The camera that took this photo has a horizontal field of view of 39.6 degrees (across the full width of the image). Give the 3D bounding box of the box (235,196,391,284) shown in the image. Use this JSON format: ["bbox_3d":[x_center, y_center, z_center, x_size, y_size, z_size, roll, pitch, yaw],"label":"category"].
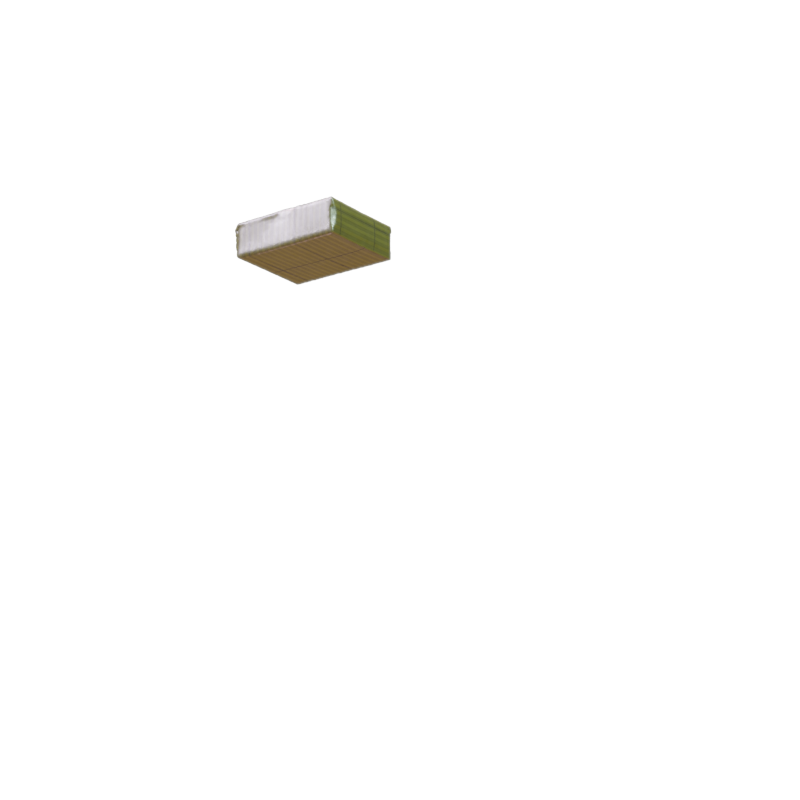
[{"bbox_3d":[-0.063,-0.114,0.802,0.091,0.031,0.069,-10,-17,34],"label":"box"}]
